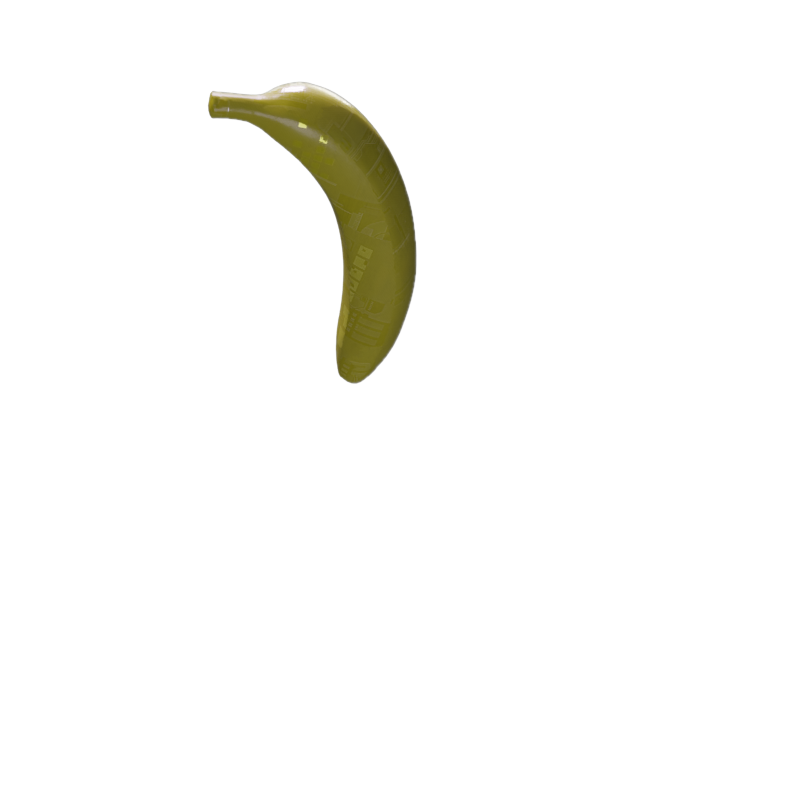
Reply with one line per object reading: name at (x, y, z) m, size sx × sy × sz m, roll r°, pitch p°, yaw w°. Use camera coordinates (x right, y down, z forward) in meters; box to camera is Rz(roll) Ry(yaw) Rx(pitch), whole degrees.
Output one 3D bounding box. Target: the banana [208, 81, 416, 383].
banana at (-0.027, -0.086, 0.550) m, size 0.070 × 0.183 × 0.039 m, roll -14°, pitch 41°, yaw 12°
